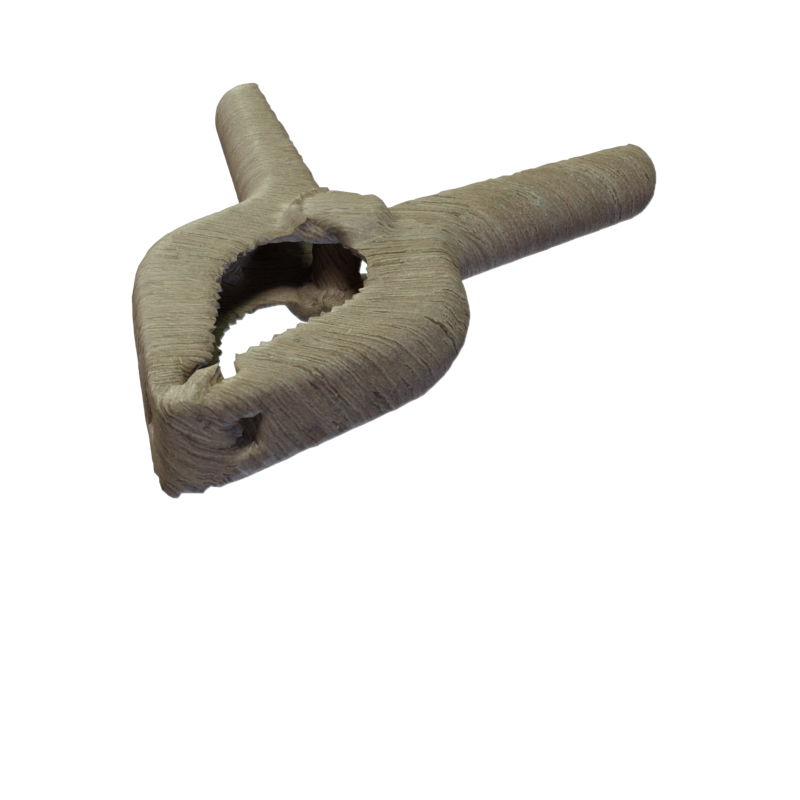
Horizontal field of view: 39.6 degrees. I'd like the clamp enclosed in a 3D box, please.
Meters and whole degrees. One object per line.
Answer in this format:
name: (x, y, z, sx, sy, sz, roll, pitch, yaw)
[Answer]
clamp: (-0.027, -0.049, 0.342, 0.171, 0.034, 0.215, 16, 37, 22)
